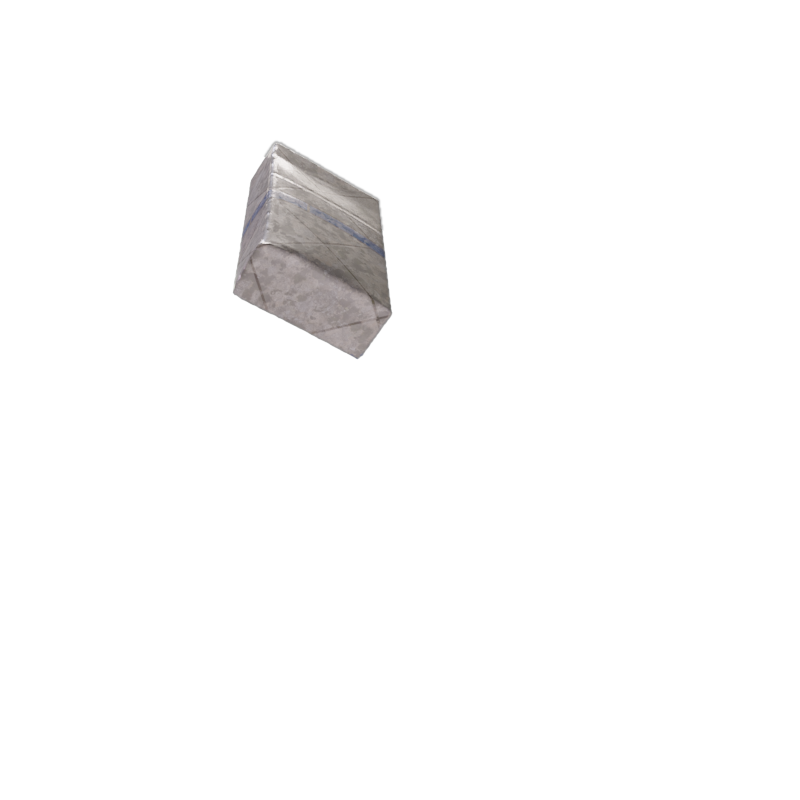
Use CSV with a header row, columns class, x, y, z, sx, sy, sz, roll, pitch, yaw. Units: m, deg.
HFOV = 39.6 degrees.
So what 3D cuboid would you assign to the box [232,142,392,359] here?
class,x,y,z,sx,sy,sz,roll,pitch,yaw
box,-0.058,-0.106,0.743,0.090,0.047,0.187,27,24,-17
